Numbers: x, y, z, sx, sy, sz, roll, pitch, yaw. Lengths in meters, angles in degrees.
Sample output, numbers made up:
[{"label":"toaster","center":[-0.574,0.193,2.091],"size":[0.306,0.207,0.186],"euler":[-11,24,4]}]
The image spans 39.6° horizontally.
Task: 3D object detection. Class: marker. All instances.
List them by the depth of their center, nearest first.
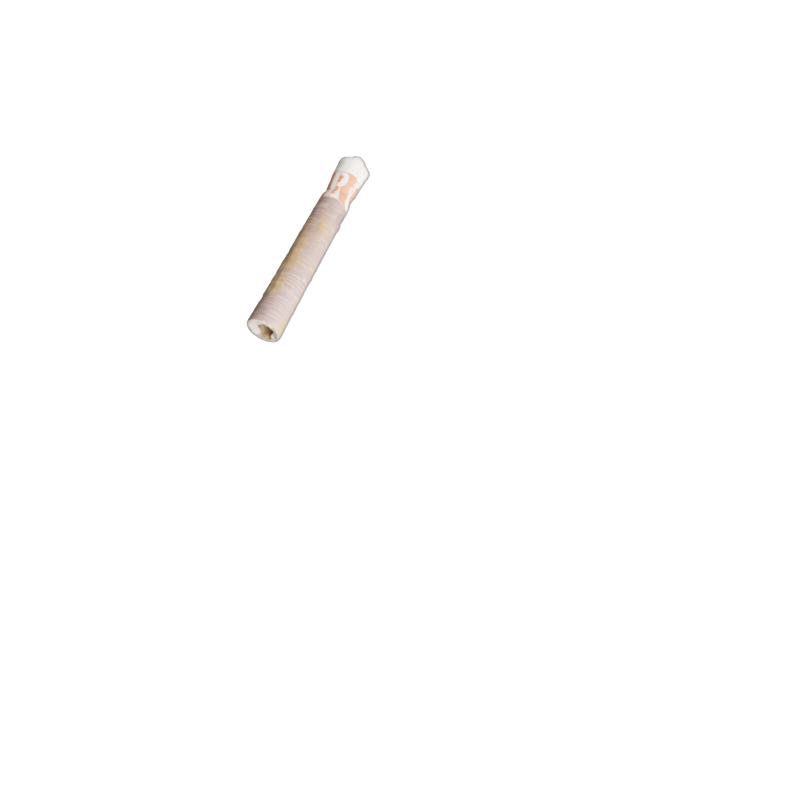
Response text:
[{"label":"marker","center":[-0.046,-0.083,0.582],"size":[0.020,0.126,0.018],"euler":[19,-31,10]}]
